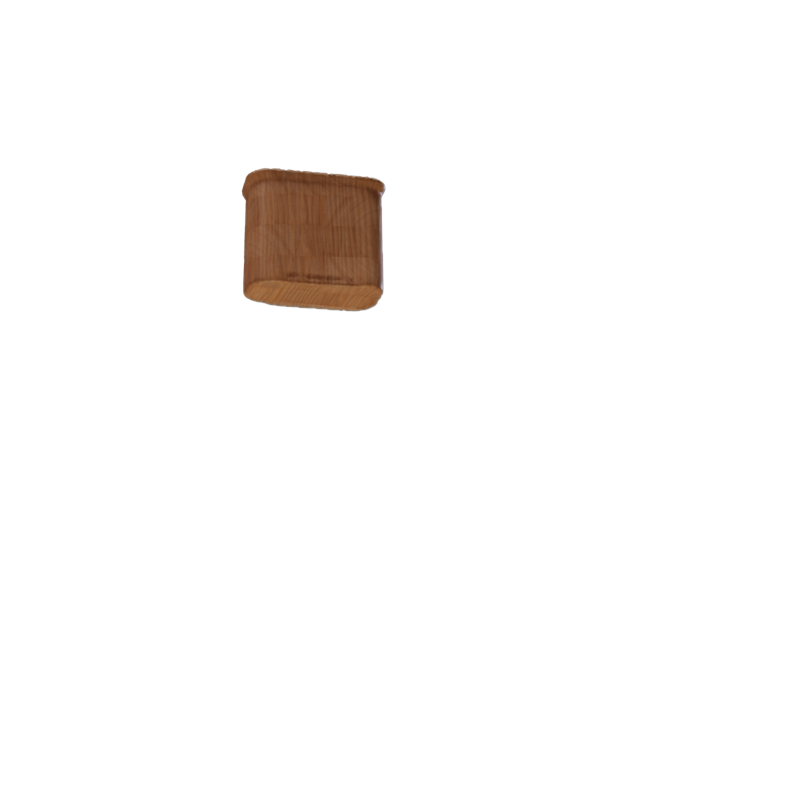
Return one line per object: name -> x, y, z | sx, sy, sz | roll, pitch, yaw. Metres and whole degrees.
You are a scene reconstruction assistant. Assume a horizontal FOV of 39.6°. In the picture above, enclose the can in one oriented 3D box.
can -> -0.062, -0.112, 0.787 | 0.100, 0.088, 0.056 | 3, -20, -12
